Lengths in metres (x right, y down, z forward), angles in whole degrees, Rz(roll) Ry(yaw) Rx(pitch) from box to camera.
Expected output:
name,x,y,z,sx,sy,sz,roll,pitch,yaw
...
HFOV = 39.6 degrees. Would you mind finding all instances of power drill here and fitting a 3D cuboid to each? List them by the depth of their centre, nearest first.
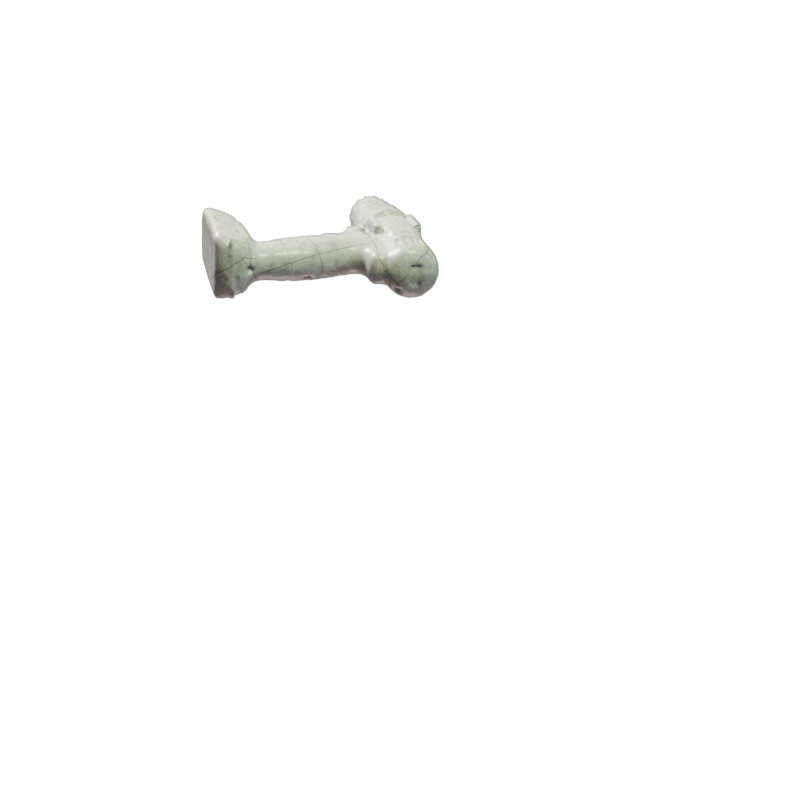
name,x,y,z,sx,sy,sz,roll,pitch,yaw
power drill,-0.075,-0.137,0.957,0.185,0.055,0.195,-5,24,-12
